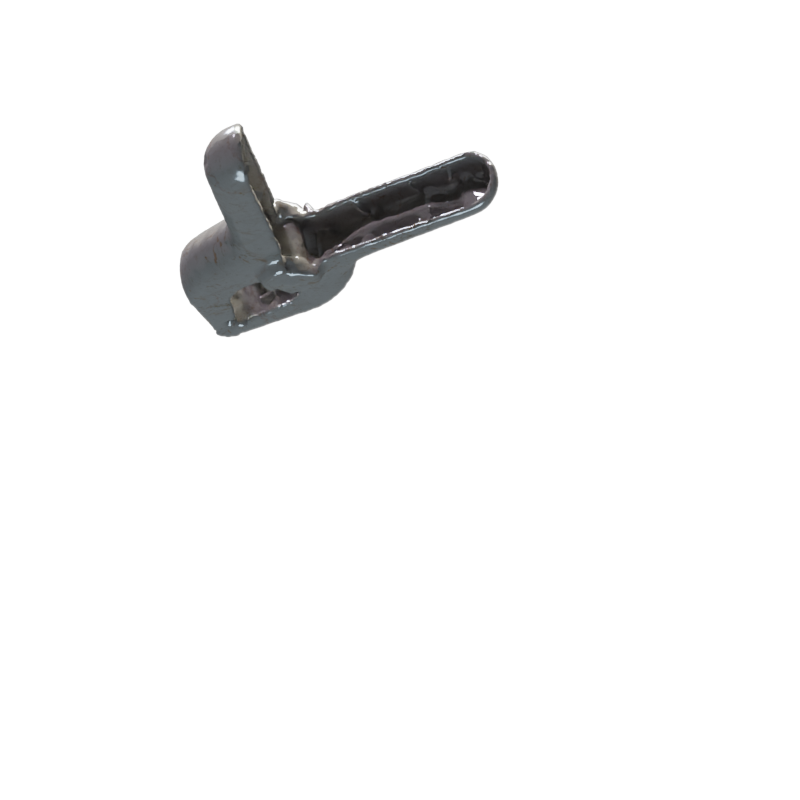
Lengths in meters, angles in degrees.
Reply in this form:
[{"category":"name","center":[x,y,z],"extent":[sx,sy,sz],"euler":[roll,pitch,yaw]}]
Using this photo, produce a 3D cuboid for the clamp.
[{"category":"clamp","center":[-0.038,-0.069,0.480],"extent":[0.117,0.041,0.168],"euler":[5,-16,-17]}]
